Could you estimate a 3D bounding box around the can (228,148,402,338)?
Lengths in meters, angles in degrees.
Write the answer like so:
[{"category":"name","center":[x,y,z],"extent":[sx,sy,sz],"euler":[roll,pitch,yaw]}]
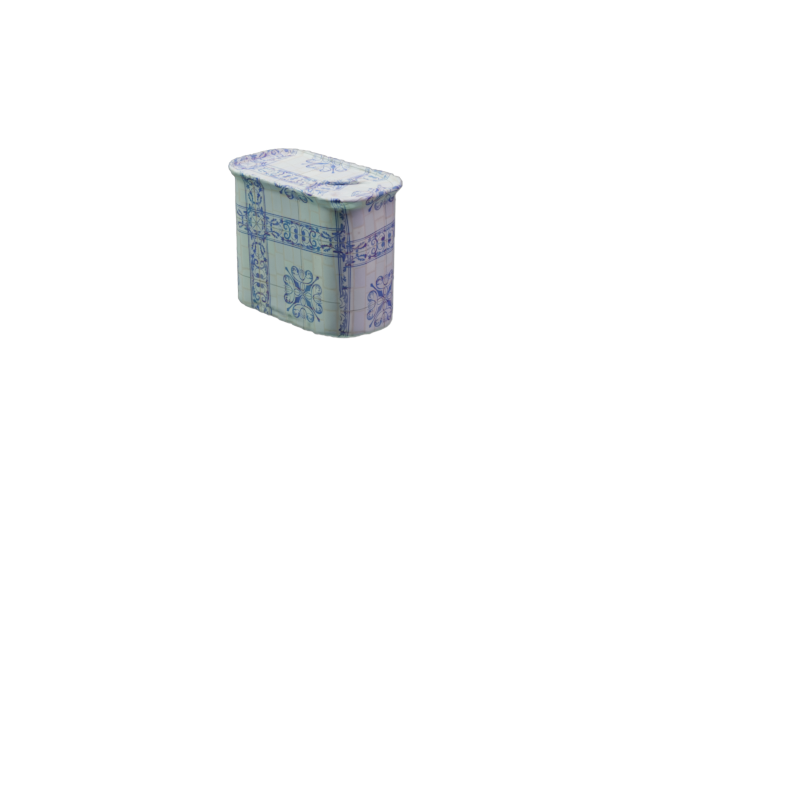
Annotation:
[{"category":"can","center":[-0.049,-0.090,0.627],"extent":[0.108,0.080,0.057],"euler":[22,31,39]}]
